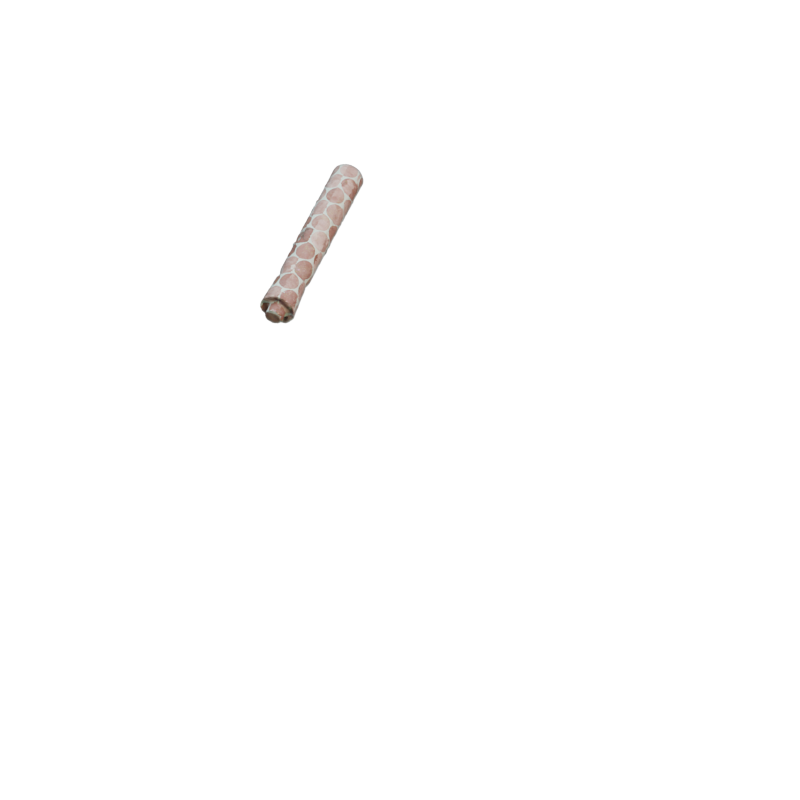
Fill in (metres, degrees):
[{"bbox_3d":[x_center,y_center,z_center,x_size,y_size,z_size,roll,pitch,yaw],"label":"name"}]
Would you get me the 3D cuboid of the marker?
[{"bbox_3d":[-0.047,-0.086,0.600,0.020,0.018,0.127,0,44,22],"label":"marker"}]
